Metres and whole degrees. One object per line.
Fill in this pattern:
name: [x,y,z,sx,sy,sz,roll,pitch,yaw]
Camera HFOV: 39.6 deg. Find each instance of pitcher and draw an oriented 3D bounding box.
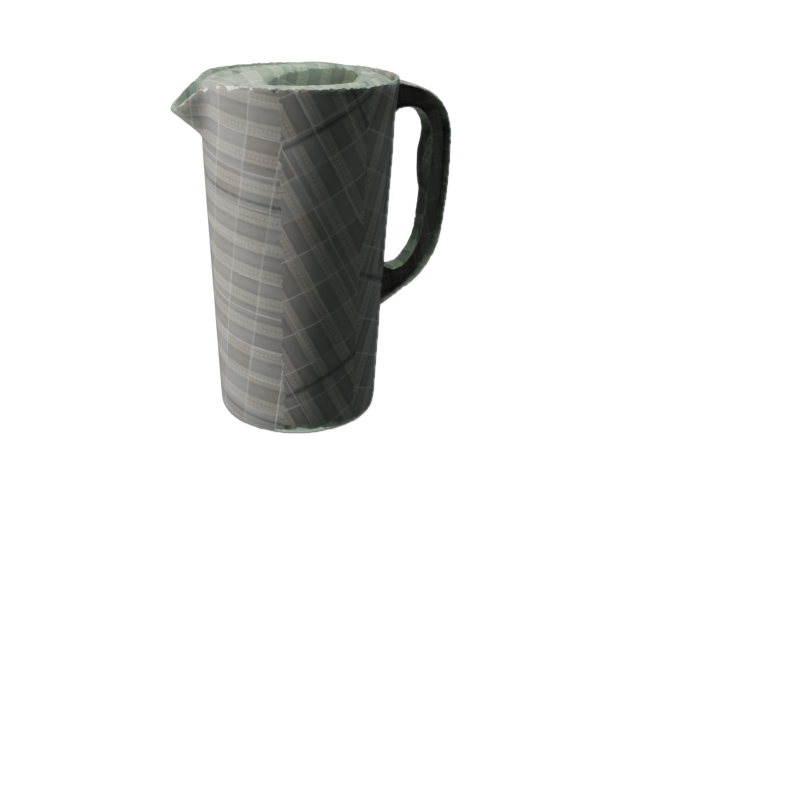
pitcher: [-0.059,-0.108,0.757,0.155,0.233,0.145,10,21,25]
